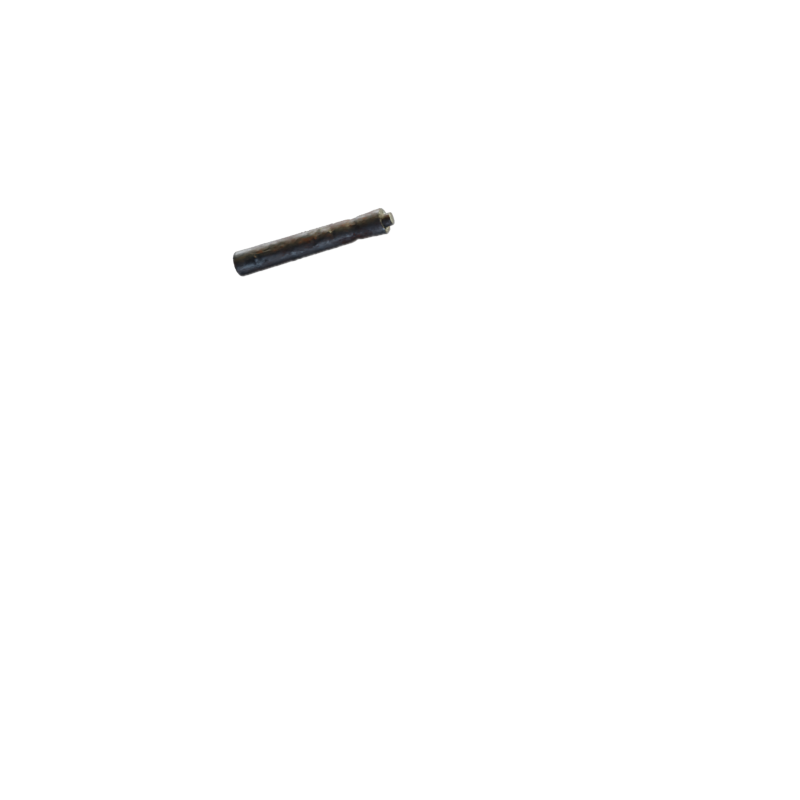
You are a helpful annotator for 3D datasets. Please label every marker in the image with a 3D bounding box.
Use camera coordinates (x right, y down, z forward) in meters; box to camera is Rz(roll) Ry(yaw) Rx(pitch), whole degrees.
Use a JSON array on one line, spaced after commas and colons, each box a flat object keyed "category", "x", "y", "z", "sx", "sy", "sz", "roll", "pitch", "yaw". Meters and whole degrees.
[{"category": "marker", "x": -0.061, "y": -0.112, "z": 0.782, "sx": 0.122, "sy": 0.020, "sz": 0.019, "roll": -14, "pitch": -1, "yaw": 20}]
